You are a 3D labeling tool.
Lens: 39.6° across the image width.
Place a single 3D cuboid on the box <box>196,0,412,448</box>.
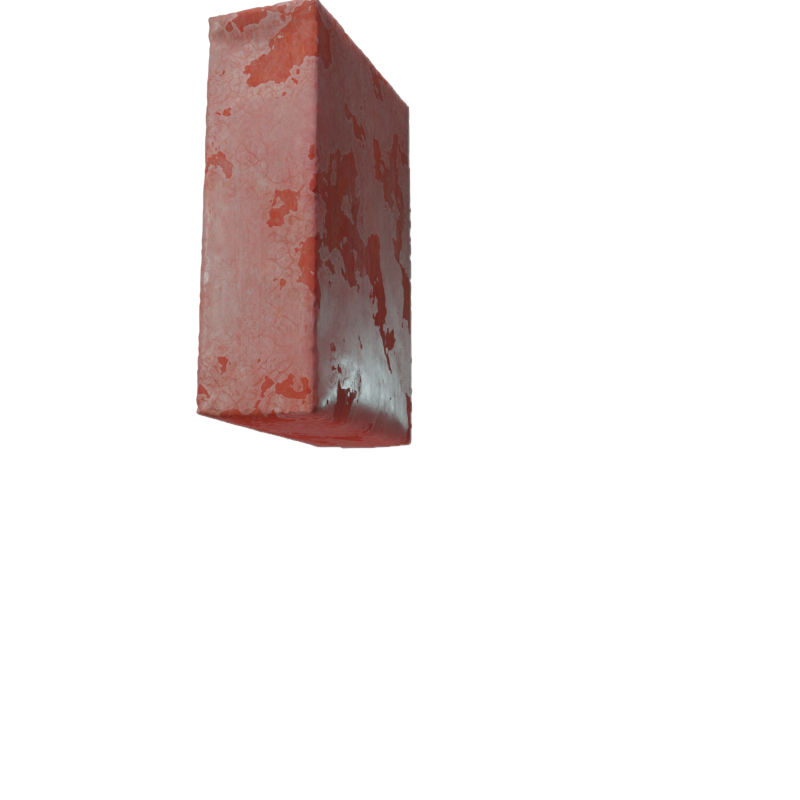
[{"bbox_3d":[-0.048,-0.087,0.613,0.073,0.221,0.156,-6,-13,18],"label":"box"}]
